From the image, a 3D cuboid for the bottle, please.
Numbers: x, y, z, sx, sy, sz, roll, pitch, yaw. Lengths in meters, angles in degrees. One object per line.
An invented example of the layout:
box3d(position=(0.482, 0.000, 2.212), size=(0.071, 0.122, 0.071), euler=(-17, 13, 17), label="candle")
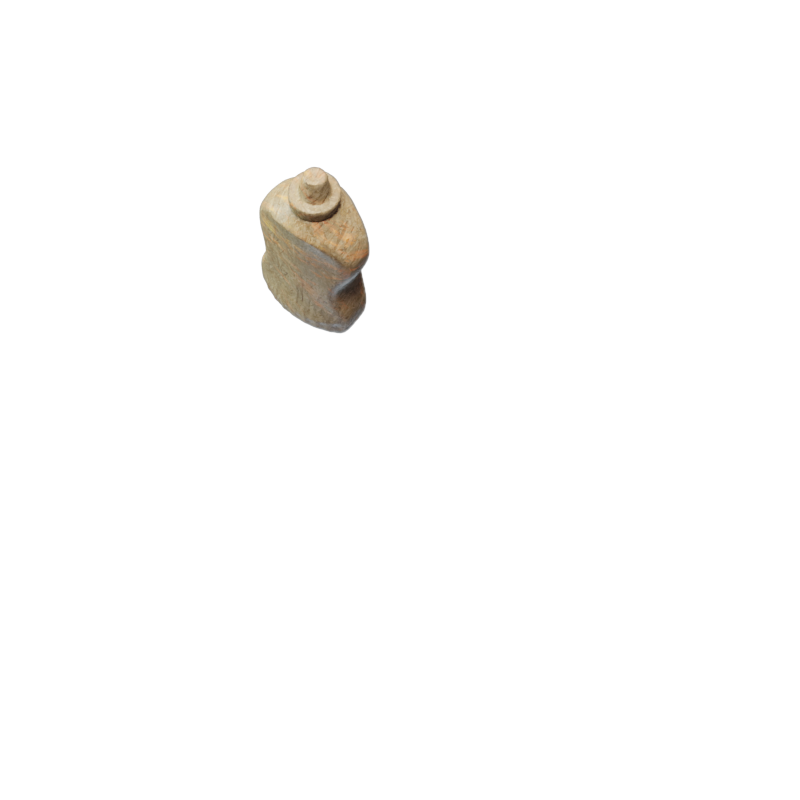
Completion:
box3d(position=(-0.070, -0.129, 0.902), size=(0.100, 0.059, 0.181), euler=(38, -21, 13), label="bottle")
